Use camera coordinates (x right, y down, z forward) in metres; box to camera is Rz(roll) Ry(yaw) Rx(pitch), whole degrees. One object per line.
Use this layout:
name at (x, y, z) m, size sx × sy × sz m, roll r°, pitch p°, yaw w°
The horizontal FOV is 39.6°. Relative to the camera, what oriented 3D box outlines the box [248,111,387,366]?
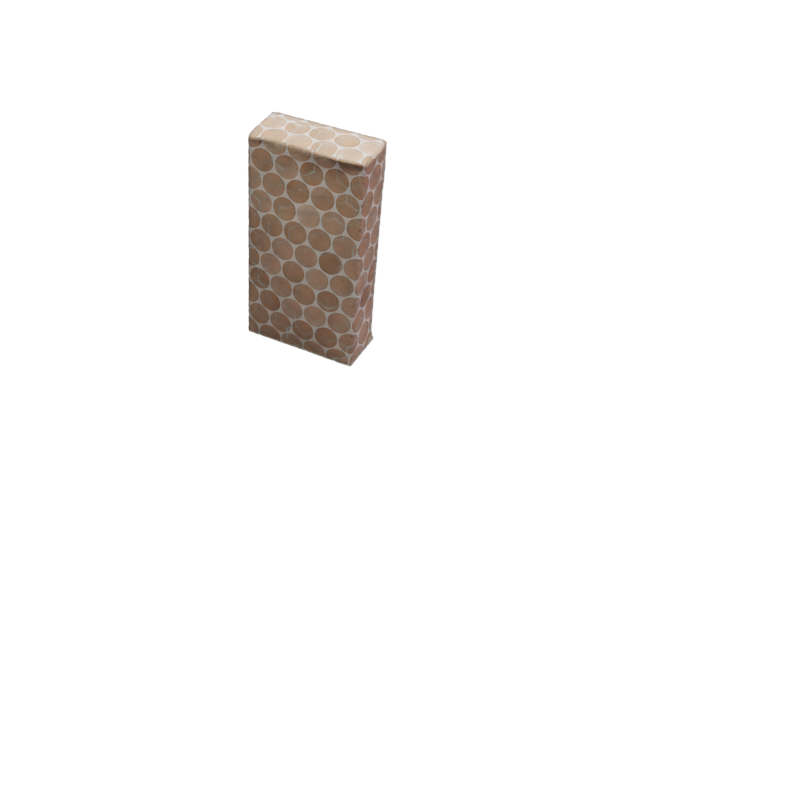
box at (-0.064, -0.116, 0.813) m, size 0.097 × 0.165 × 0.049 m, roll 19°, pitch 41°, yaw 19°
